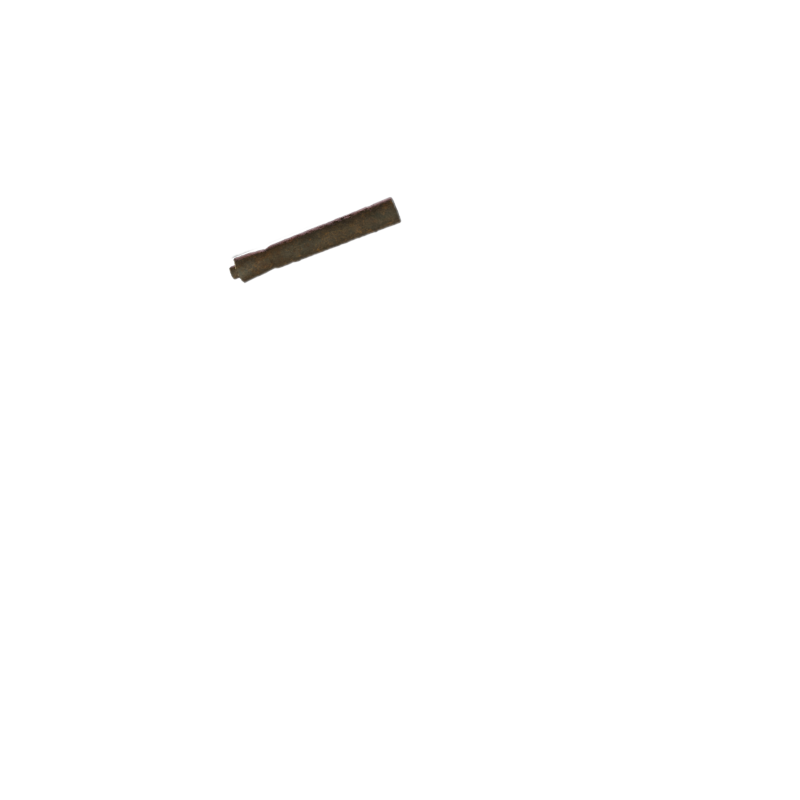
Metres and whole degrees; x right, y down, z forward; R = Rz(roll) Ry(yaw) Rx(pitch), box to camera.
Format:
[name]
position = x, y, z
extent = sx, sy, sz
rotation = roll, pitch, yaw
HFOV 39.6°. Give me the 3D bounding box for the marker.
[marker]
position = -0.059, -0.107, 0.751
extent = 0.121, 0.020, 0.020
rotation = -20, 2, 7
